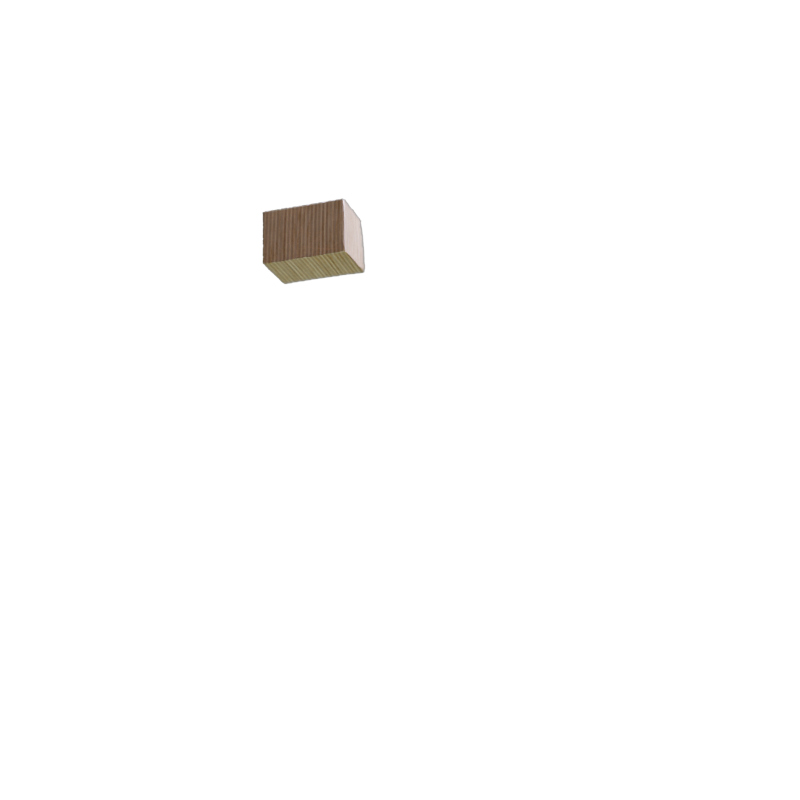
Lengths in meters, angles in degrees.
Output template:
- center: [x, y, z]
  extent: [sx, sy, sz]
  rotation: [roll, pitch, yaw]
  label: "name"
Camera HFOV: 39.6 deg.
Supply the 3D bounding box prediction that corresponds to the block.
- center: [-0.076, -0.138, 0.966]
  extent: [0.079, 0.054, 0.049]
  rotation: [-6, -21, 17]
  label: "block"
